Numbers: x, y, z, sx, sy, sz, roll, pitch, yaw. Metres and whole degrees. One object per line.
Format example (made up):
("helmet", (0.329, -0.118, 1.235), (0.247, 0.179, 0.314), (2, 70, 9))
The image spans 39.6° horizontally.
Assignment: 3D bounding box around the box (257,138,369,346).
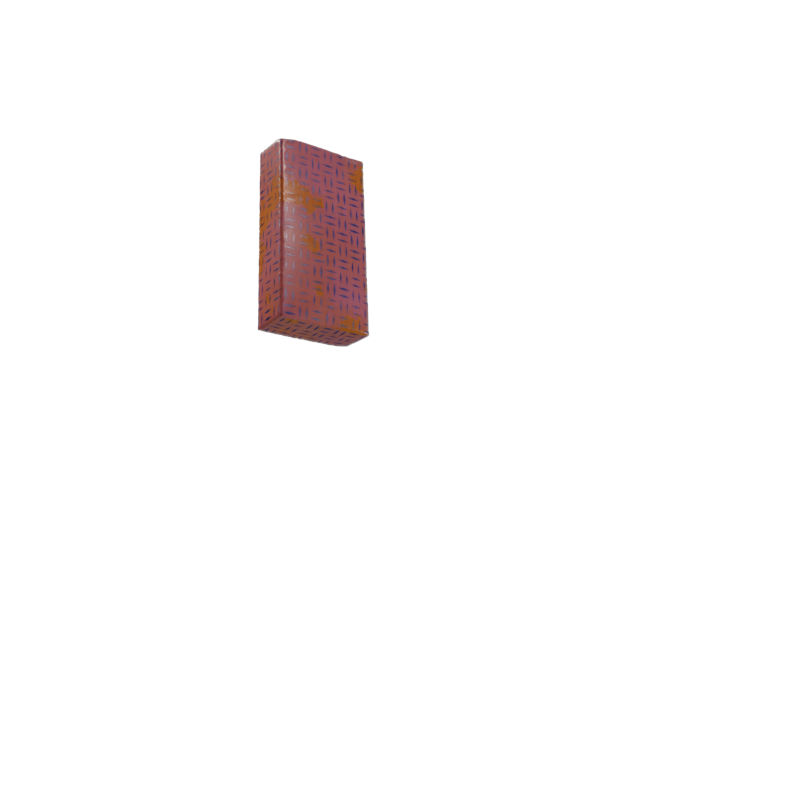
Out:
("box", (-0.077, -0.141, 0.985), (0.089, 0.186, 0.048), (13, -26, -31))
